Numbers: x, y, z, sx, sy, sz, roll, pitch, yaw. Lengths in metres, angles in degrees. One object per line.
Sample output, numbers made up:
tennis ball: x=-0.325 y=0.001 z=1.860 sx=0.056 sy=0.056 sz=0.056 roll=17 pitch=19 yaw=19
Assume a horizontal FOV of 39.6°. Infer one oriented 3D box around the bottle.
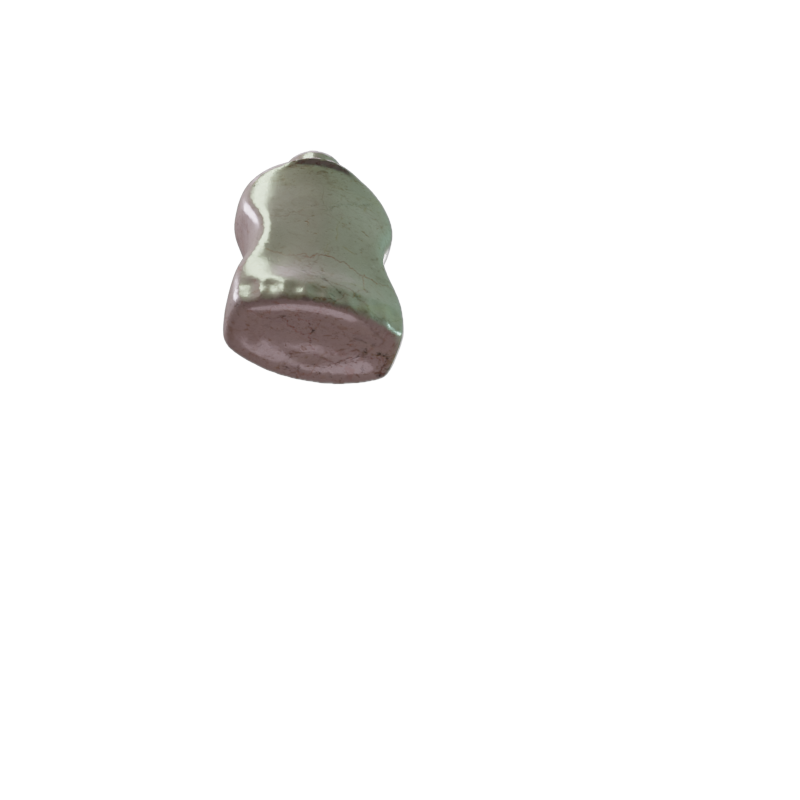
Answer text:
bottle: x=-0.052 y=-0.095 z=0.665 sx=0.094 sy=0.055 sz=0.205 roll=9 pitch=39 yaw=-11
